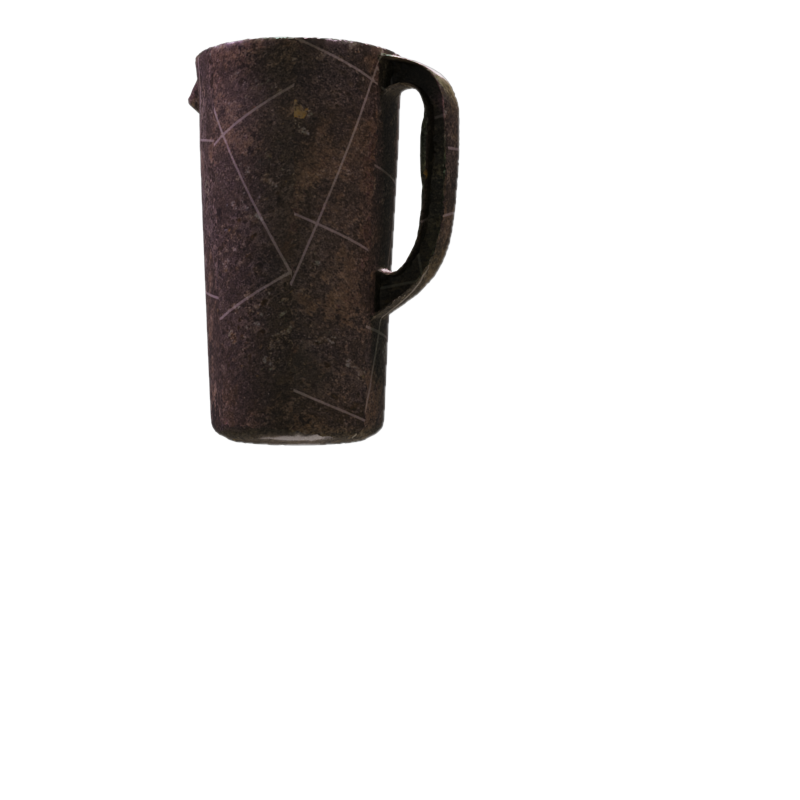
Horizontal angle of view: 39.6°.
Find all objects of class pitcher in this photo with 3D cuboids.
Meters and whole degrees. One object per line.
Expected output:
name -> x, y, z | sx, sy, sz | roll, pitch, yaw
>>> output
pitcher -> -0.054, -0.098, 0.689 | 0.142, 0.245, 0.152 | 0, -2, -18
